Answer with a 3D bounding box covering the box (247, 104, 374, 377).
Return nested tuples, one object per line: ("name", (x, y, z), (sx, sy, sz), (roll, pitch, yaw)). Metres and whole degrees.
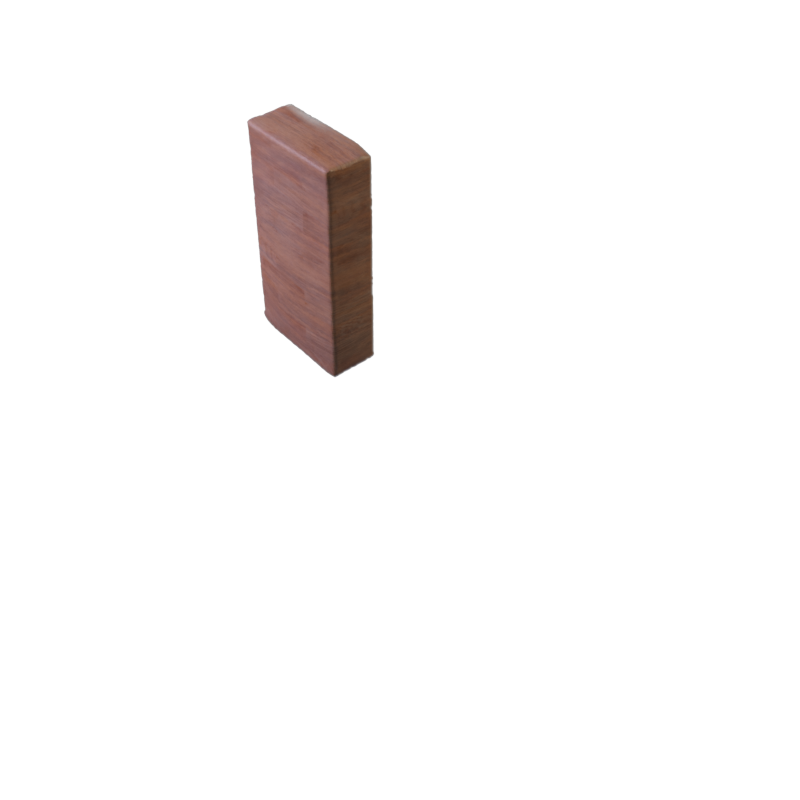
("box", (-0.061, -0.113, 0.790), (0.048, 0.165, 0.100), (-24, 45, -31))
